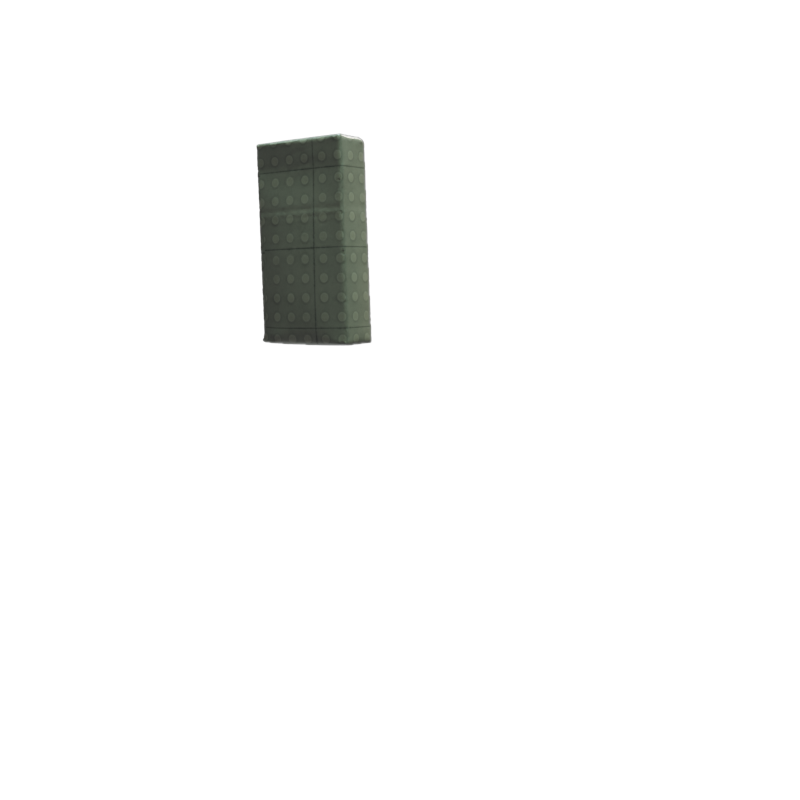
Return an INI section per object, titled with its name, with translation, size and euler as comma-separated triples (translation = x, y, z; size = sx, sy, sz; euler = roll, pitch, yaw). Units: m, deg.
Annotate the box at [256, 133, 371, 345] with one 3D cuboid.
[box]
translation = -0.074, -0.136, 0.954
size = 0.097, 0.178, 0.046
euler = -1, -3, 35
